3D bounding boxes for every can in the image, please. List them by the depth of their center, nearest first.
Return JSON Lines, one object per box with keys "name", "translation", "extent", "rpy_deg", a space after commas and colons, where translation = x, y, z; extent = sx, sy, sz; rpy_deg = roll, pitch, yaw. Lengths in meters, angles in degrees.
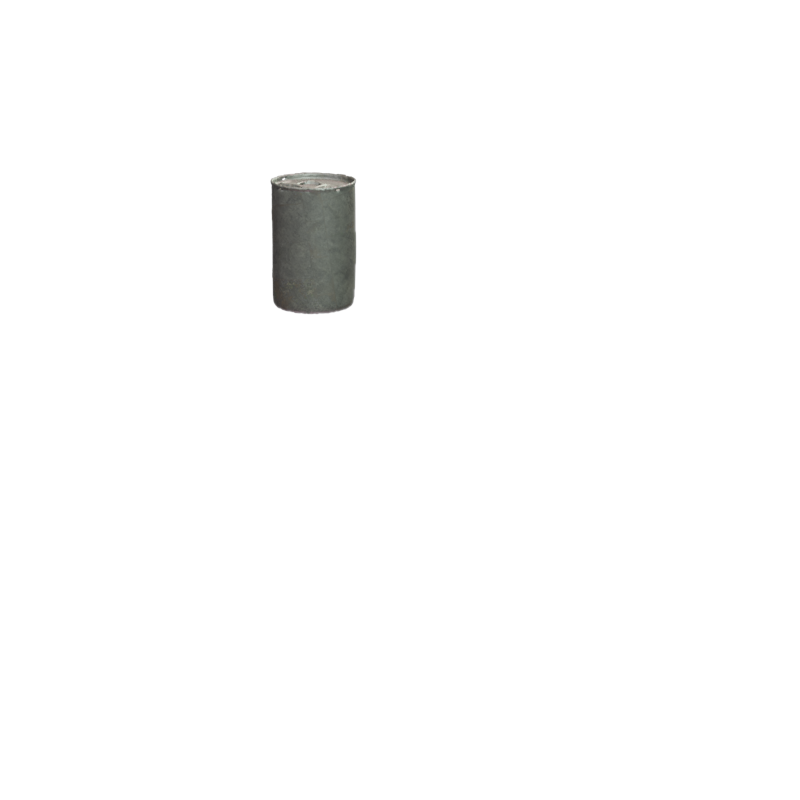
{"name": "can", "translation": [-0.070, -0.127, 0.890], "extent": [0.068, 0.099, 0.071], "rpy_deg": [0, 17, -2]}
